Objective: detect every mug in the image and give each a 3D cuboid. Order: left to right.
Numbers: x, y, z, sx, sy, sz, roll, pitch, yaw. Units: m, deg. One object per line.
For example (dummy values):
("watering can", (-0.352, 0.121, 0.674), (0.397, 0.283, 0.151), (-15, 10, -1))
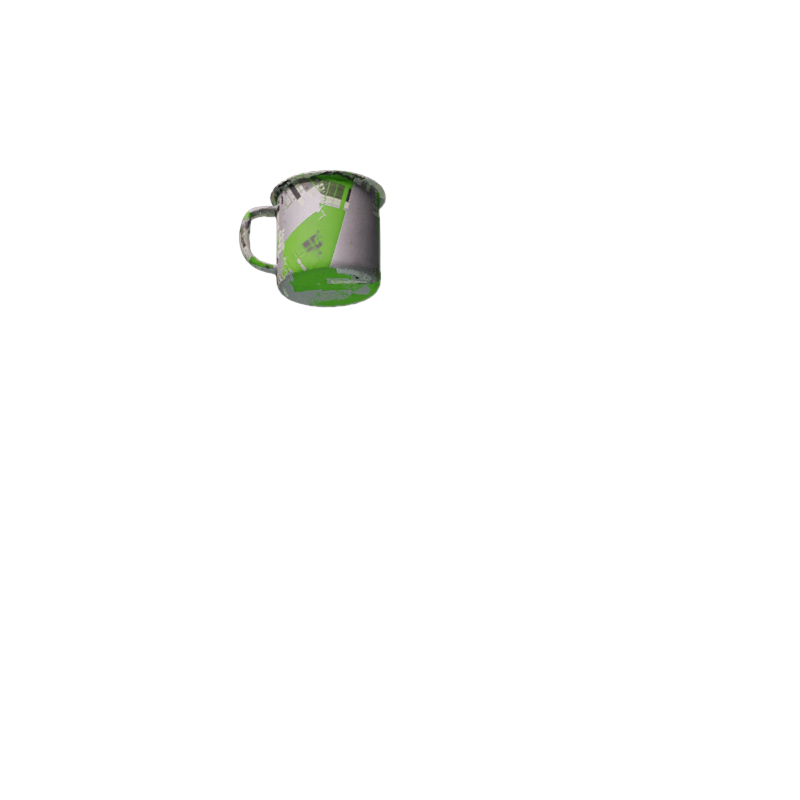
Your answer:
("mug", (-0.068, -0.124, 0.872), (0.115, 0.086, 0.090), (3, -21, -10))
